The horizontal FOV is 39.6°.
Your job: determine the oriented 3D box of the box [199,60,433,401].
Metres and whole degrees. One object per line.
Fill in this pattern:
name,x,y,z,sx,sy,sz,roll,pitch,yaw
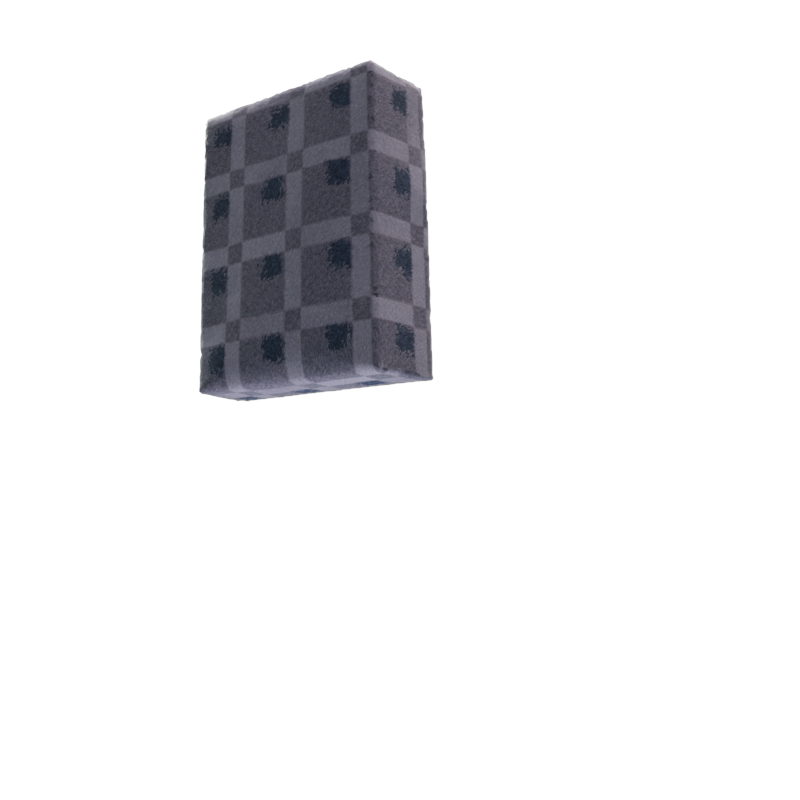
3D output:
box,-0.062,-0.113,0.794,0.168,0.222,0.068,-11,-18,37
